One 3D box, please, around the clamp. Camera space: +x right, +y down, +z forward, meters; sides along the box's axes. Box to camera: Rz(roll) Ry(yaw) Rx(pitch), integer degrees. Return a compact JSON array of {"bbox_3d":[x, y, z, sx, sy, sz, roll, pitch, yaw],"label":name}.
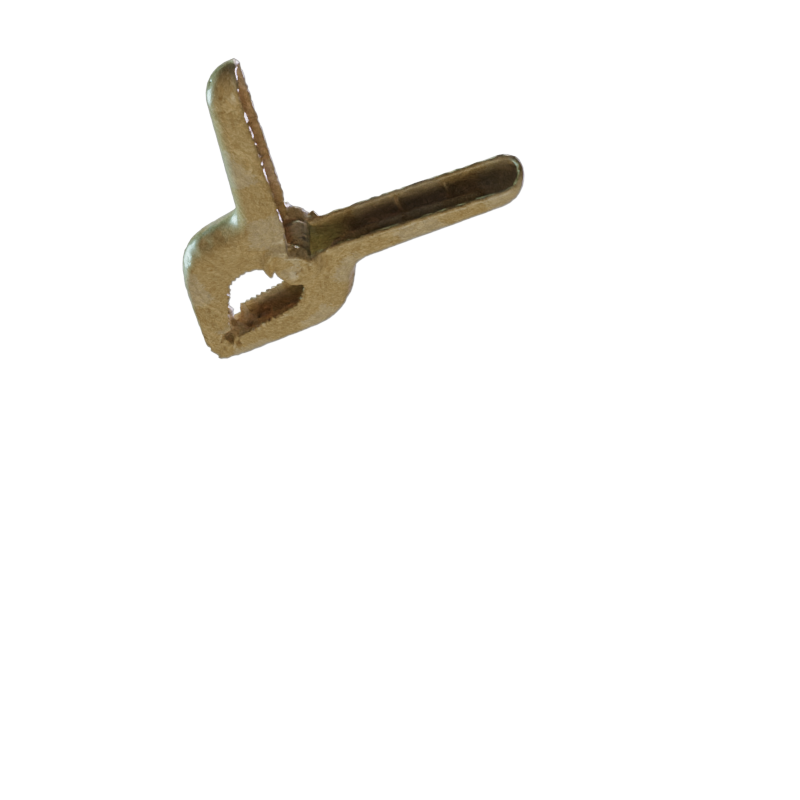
[{"bbox_3d":[-0.046,-0.083,0.583,0.160,0.039,0.202,12,-36,-18],"label":"clamp"}]
